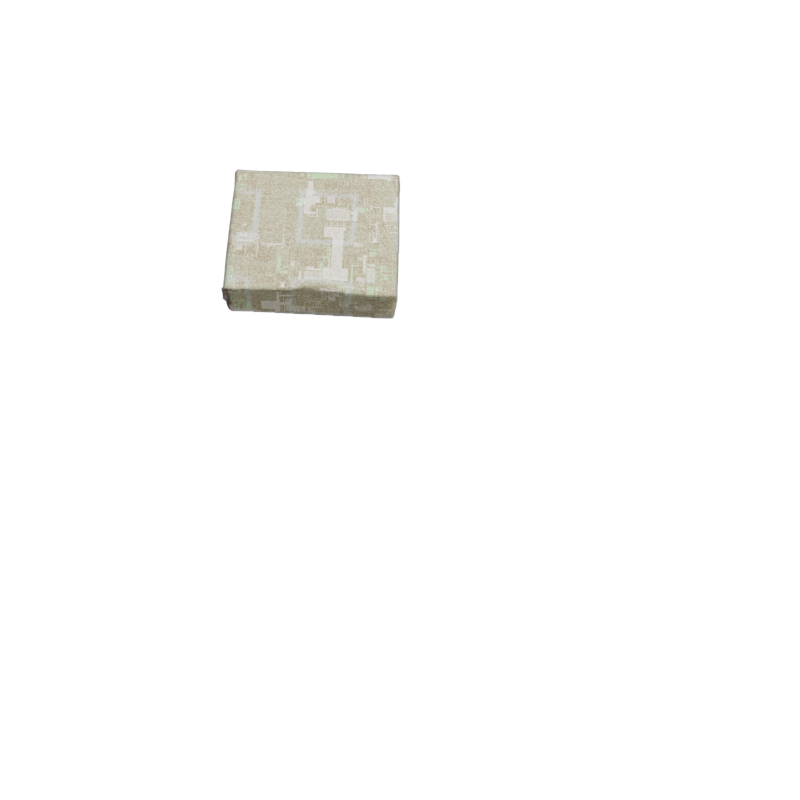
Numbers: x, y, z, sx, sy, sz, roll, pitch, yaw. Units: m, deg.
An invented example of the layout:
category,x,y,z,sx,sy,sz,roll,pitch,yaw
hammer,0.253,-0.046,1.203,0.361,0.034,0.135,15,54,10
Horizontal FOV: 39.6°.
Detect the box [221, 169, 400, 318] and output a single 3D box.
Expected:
category,x,y,z,sx,sy,sz,roll,pitch,yaw
box,-0.045,-0.083,0.579,0.089,0.077,0.028,2,-28,1
